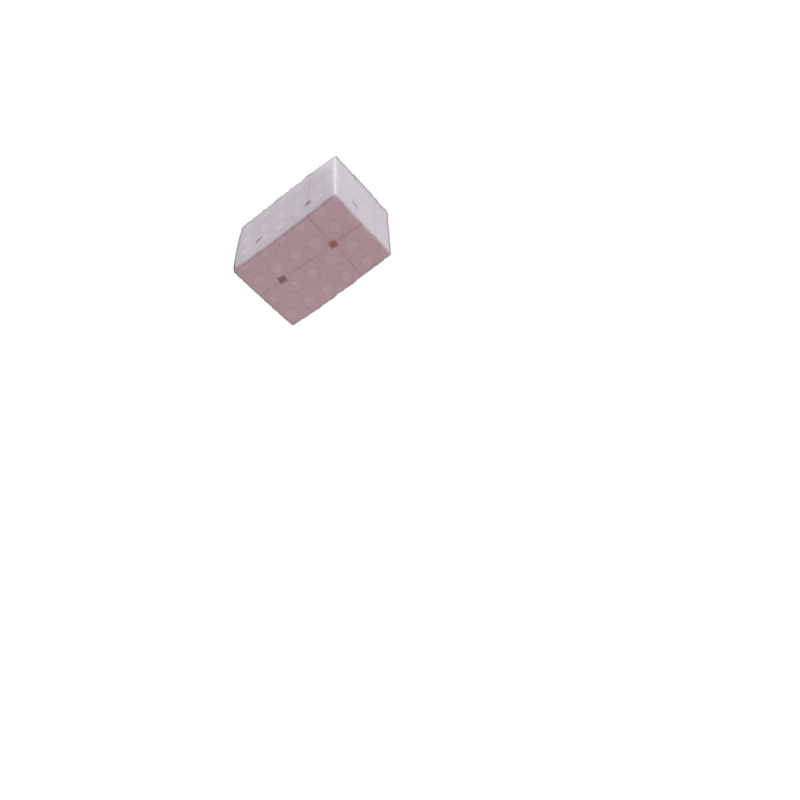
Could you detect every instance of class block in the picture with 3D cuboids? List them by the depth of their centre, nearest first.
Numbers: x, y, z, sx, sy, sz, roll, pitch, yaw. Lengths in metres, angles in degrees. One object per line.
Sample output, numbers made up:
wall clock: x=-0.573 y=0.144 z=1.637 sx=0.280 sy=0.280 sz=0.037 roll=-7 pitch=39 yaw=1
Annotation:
block: x=-0.051 y=-0.093 z=0.651 sx=0.077 sy=0.050 sz=0.055 roll=-34 pitch=28 yaw=19
